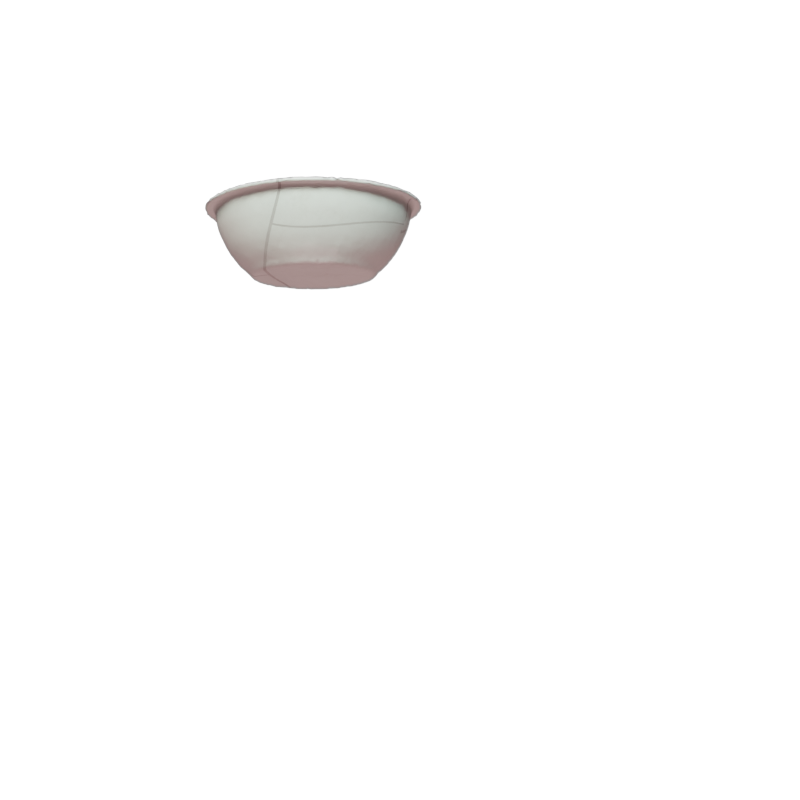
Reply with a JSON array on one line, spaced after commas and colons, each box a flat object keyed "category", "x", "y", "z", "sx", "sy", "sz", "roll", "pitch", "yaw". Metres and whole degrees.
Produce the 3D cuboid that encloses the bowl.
[{"category": "bowl", "x": -0.065, "y": -0.118, "z": 0.827, "sx": 0.162, "sy": 0.056, "sz": 0.158, "roll": 0, "pitch": -7, "yaw": -2}]
